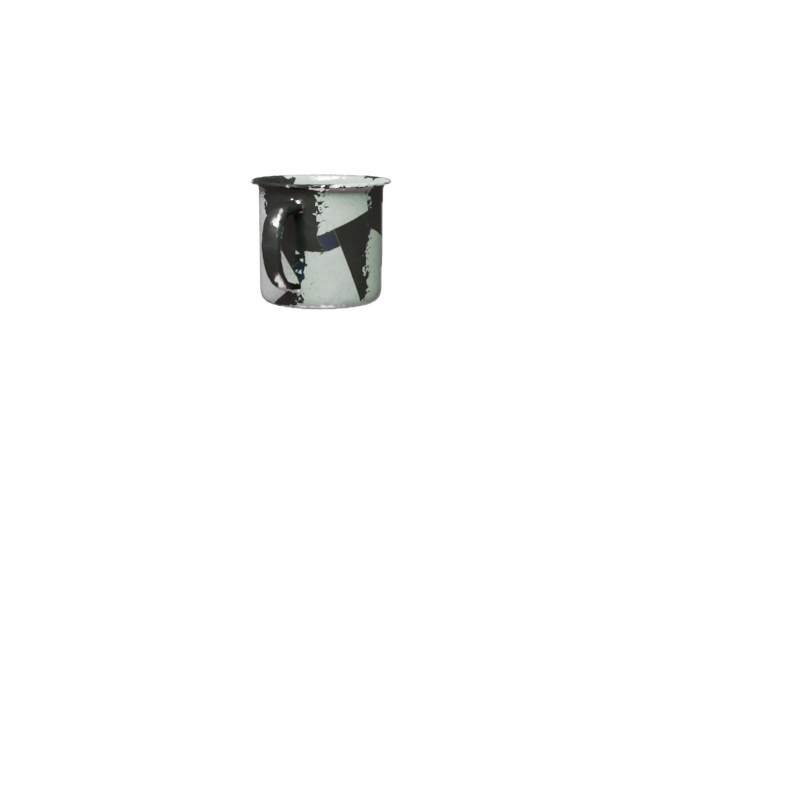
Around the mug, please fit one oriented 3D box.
[{"bbox_3d":[-0.057,-0.104,0.729,0.096,0.080,0.116,5,14,21],"label":"mug"}]
